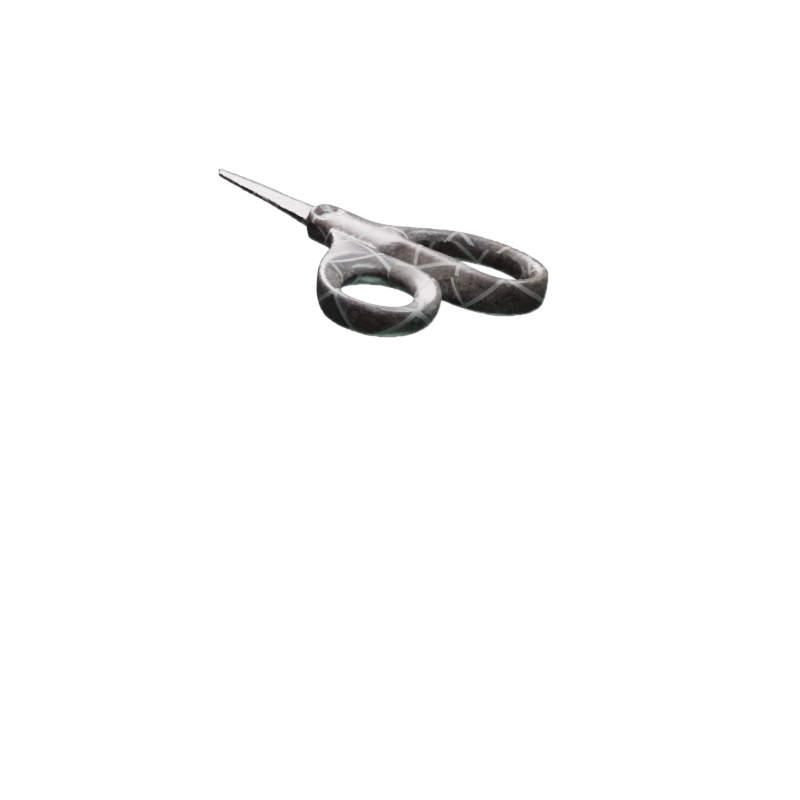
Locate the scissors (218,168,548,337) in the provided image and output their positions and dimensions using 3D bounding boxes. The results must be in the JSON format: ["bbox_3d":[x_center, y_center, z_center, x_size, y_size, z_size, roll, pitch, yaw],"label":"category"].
[{"bbox_3d":[-0.037,-0.067,0.466,0.213,0.015,0.096,21,34,35],"label":"scissors"}]
